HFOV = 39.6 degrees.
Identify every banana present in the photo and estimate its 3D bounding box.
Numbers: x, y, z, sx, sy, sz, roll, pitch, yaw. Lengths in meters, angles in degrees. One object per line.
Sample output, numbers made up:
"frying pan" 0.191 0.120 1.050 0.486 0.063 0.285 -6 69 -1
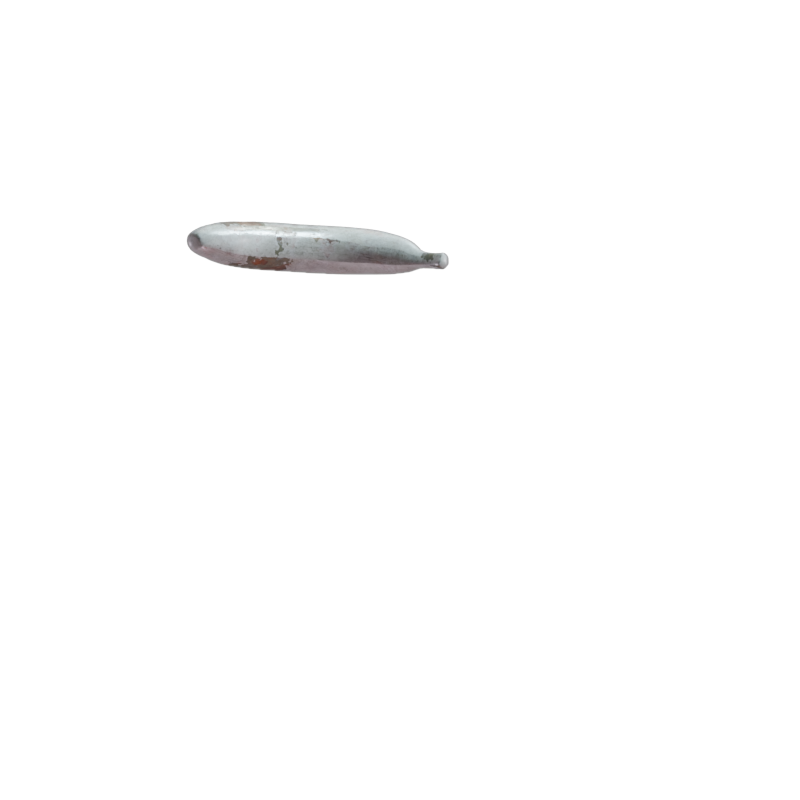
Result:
"banana" -0.067 -0.117 0.840 0.193 0.037 0.070 1 -4 -16
